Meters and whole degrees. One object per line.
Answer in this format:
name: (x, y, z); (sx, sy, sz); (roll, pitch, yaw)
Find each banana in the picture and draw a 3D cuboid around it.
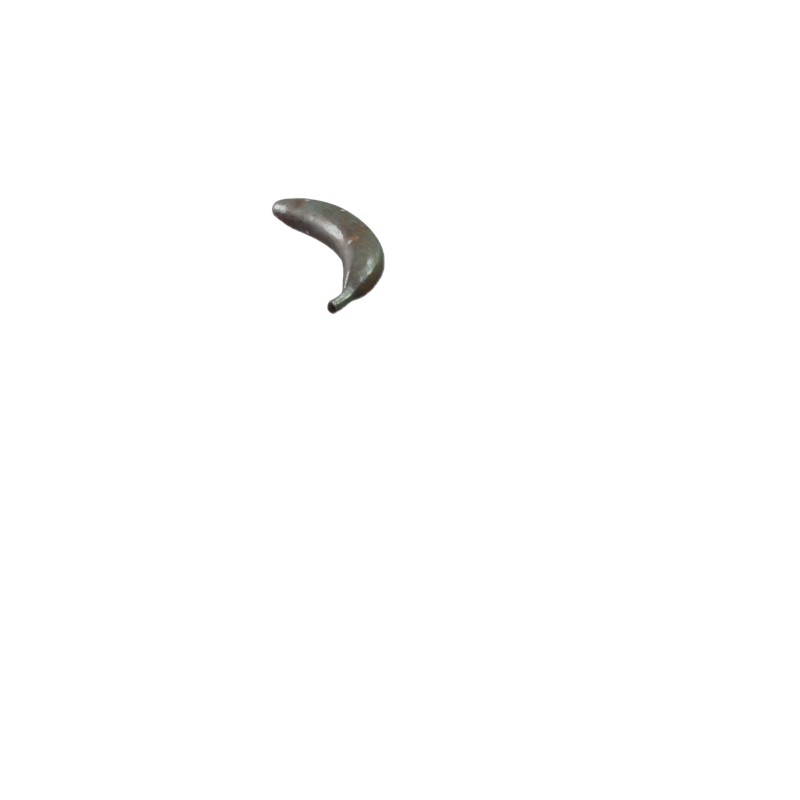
banana: (-0.059, -0.142, 0.988); (0.068, 0.035, 0.213); (-9, 33, -16)
